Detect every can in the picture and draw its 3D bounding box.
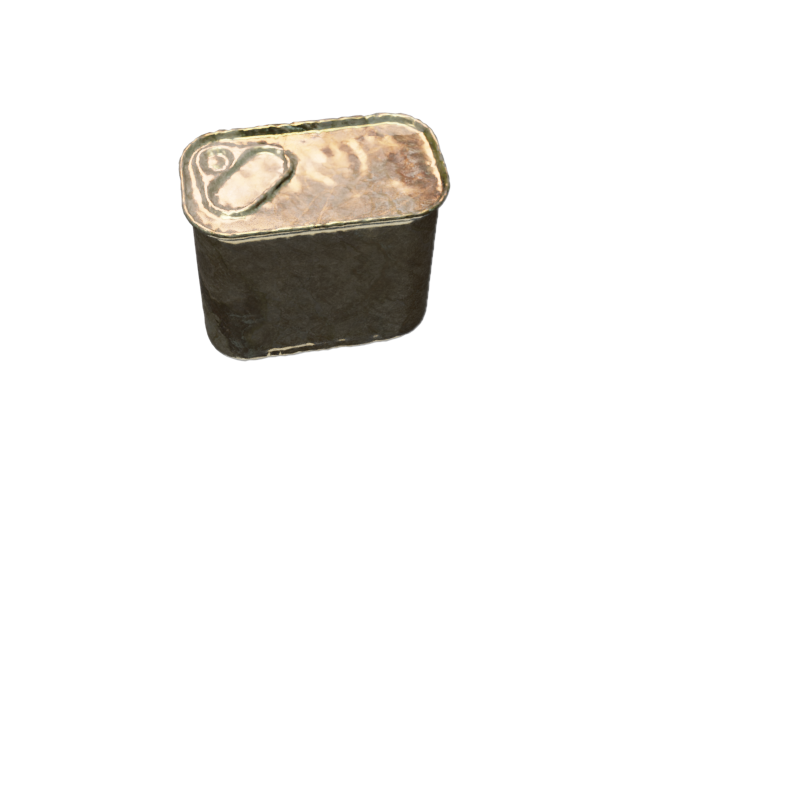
[{"bbox_3d":[-0.036,-0.065,0.454,0.101,0.062,0.078,-7,-36,-7],"label":"can"}]
